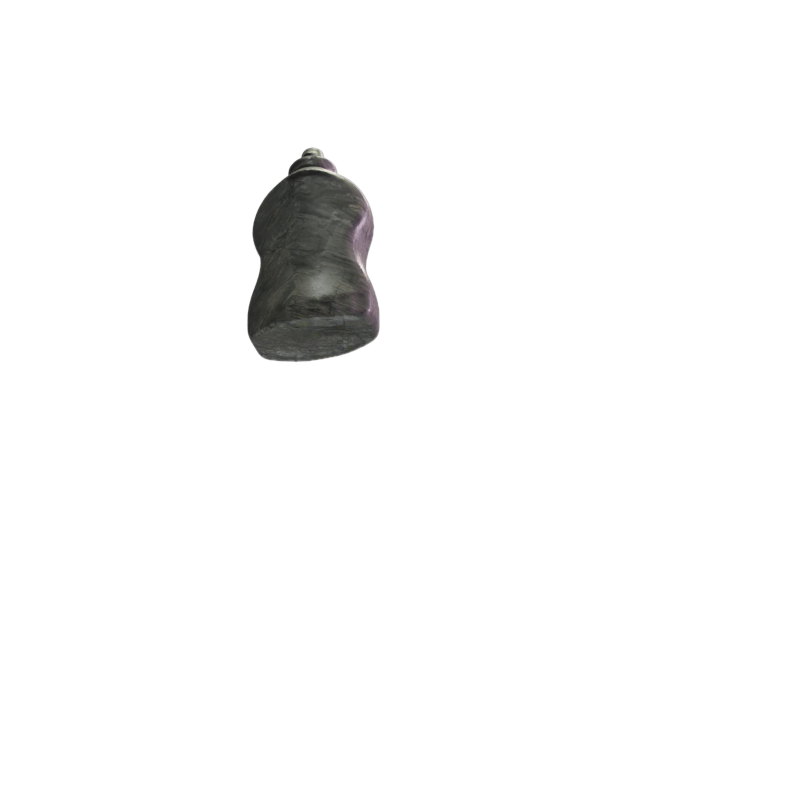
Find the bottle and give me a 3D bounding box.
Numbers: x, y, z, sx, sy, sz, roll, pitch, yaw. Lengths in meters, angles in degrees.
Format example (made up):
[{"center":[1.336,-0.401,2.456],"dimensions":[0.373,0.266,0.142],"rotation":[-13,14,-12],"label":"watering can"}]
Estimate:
[{"center":[-0.068,-0.125,0.871],"dimensions":[0.097,0.206,0.054],"rotation":[-12,-38,12],"label":"bottle"}]
